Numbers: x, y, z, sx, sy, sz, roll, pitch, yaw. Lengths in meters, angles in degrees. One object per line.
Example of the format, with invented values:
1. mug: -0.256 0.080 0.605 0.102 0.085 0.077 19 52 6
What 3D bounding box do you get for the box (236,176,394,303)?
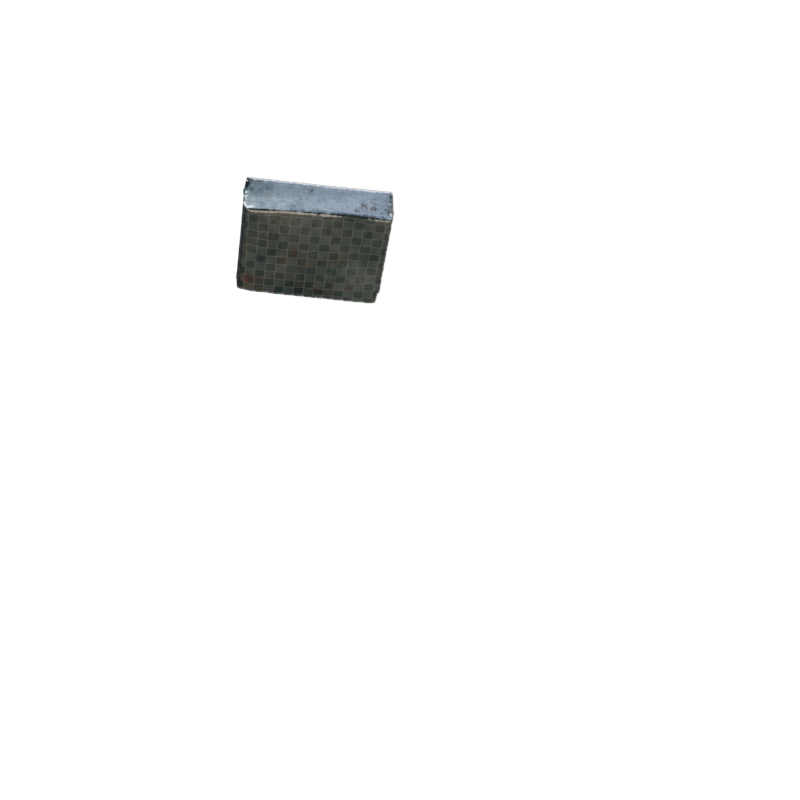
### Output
1. box: -0.066 -0.121 0.845 0.113 0.042 0.084 5 -44 -6
